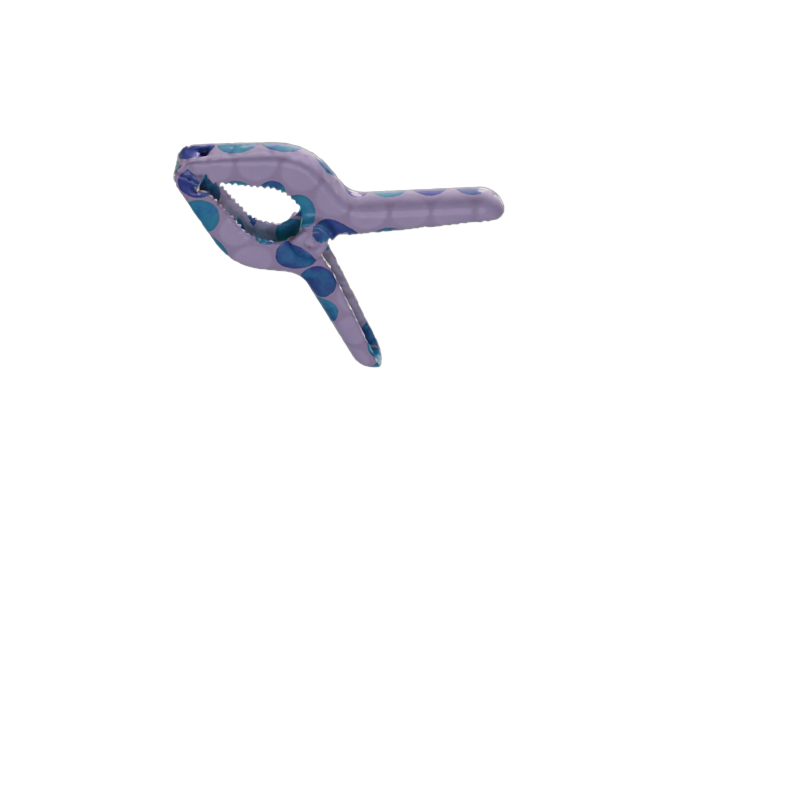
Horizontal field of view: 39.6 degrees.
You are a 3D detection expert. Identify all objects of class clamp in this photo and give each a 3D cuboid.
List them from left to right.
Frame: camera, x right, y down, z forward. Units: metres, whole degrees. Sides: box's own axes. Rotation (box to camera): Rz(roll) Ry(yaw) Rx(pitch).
[{"bbox_3d":[-0.058,-0.107,0.746,0.204,0.158,0.039,20,34,-14],"label":"clamp"}]
